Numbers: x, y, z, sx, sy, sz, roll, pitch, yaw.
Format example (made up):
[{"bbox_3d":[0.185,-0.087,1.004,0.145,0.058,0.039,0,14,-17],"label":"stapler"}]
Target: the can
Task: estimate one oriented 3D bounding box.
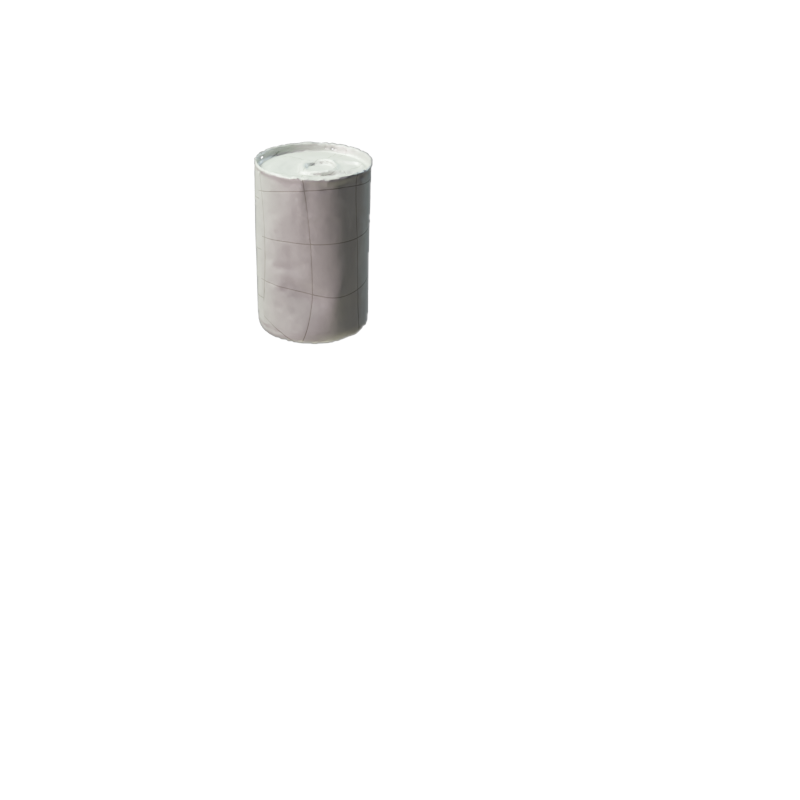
[{"bbox_3d":[-0.051,-0.093,0.650,0.068,0.097,0.072,0,25,-2],"label":"can"}]
